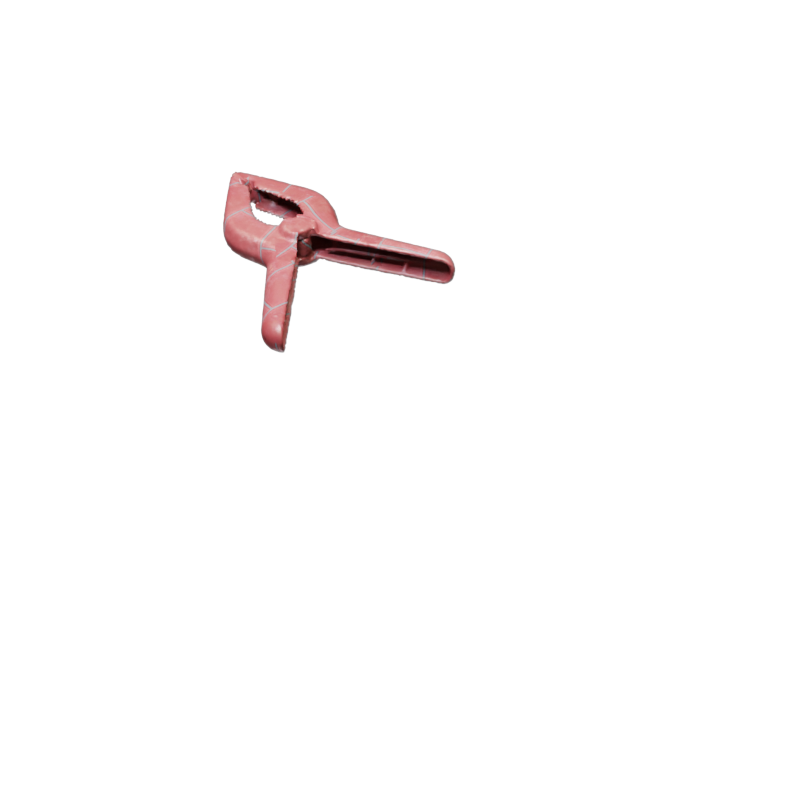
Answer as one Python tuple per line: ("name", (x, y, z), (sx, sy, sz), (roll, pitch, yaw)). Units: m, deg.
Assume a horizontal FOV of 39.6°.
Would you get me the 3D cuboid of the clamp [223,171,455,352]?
("clamp", (-0.069, -0.126, 0.881), (0.162, 0.034, 0.227), (-18, 43, -20))
